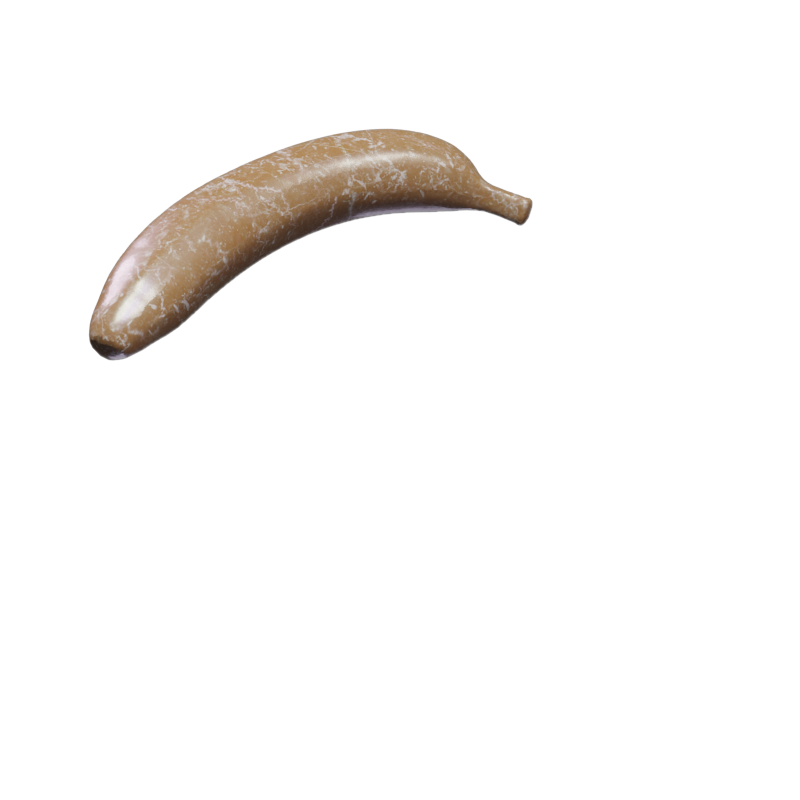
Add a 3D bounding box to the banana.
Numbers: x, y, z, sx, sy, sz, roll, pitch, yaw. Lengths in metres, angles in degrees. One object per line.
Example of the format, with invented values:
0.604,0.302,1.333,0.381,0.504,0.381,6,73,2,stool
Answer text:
-0.041,-0.073,0.443,0.196,0.034,0.075,-23,44,-26,banana
